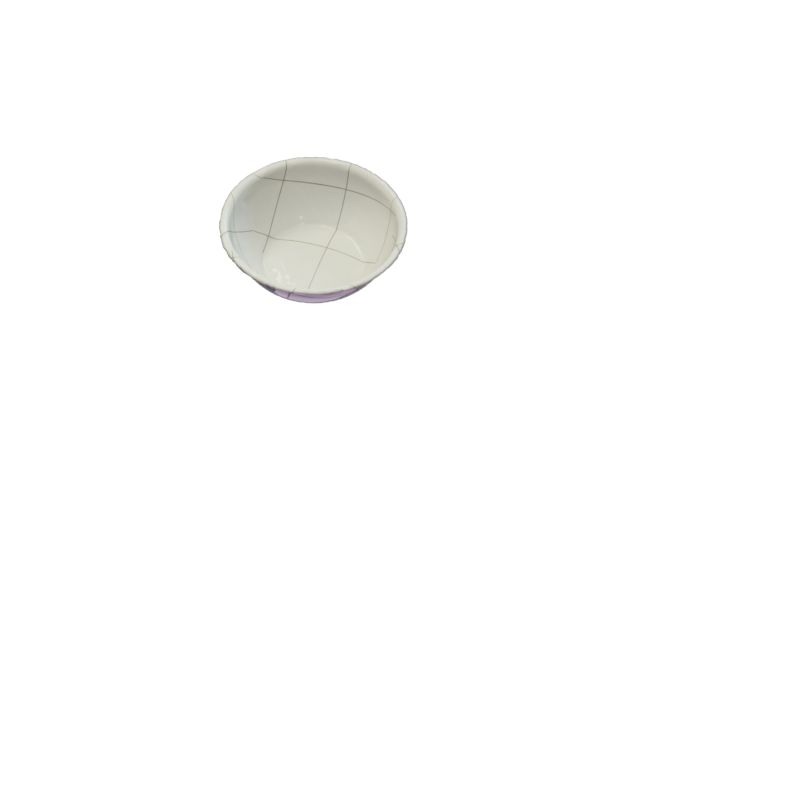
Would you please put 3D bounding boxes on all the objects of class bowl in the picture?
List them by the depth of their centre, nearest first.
[{"bbox_3d":[-0.076,-0.138,0.965,0.162,0.174,0.051,-1,-39,-1],"label":"bowl"}]
